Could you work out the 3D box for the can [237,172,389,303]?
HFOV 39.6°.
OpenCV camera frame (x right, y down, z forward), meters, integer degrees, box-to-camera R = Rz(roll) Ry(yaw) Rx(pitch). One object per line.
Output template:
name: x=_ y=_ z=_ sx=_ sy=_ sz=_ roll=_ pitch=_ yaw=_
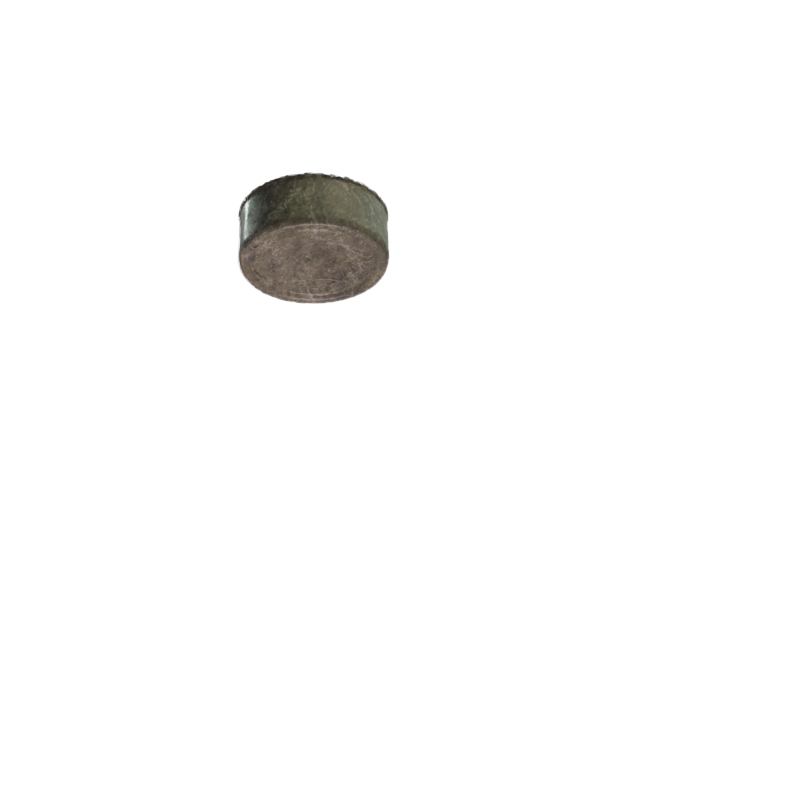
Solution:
can: x=-0.049 y=-0.089 z=0.625 sx=0.086 sy=0.036 sz=0.081 roll=1 pitch=-29 yaw=-2
